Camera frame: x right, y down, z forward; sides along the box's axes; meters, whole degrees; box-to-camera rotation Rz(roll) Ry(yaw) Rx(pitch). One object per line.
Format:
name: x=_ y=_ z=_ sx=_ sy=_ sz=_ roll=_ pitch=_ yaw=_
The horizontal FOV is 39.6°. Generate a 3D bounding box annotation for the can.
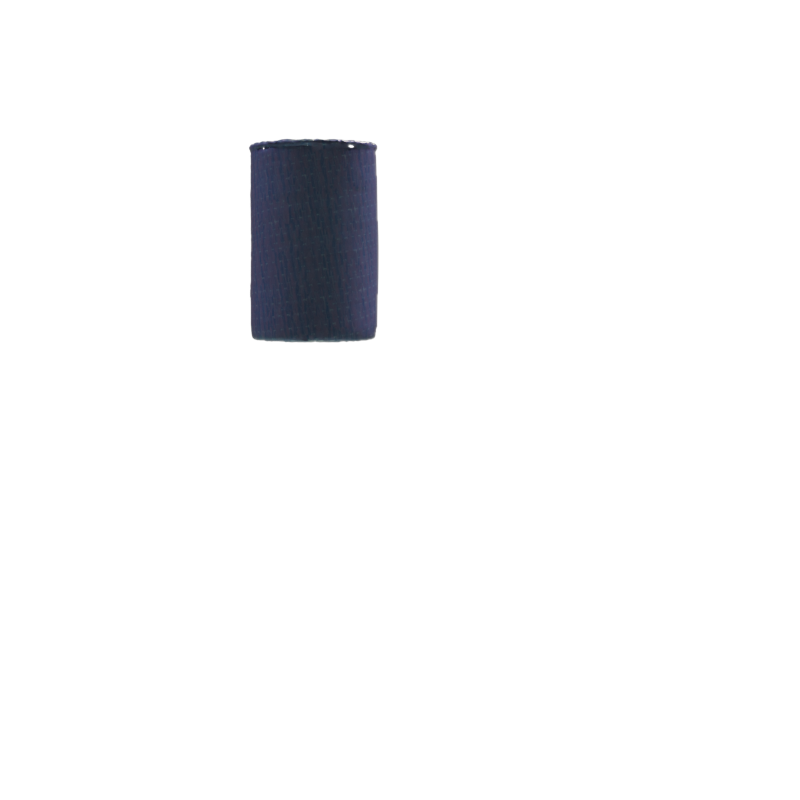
can: x=-0.046 y=-0.084 z=0.585 sx=0.068 sy=0.102 sz=0.069 roll=0 pitch=1 yaw=-2
